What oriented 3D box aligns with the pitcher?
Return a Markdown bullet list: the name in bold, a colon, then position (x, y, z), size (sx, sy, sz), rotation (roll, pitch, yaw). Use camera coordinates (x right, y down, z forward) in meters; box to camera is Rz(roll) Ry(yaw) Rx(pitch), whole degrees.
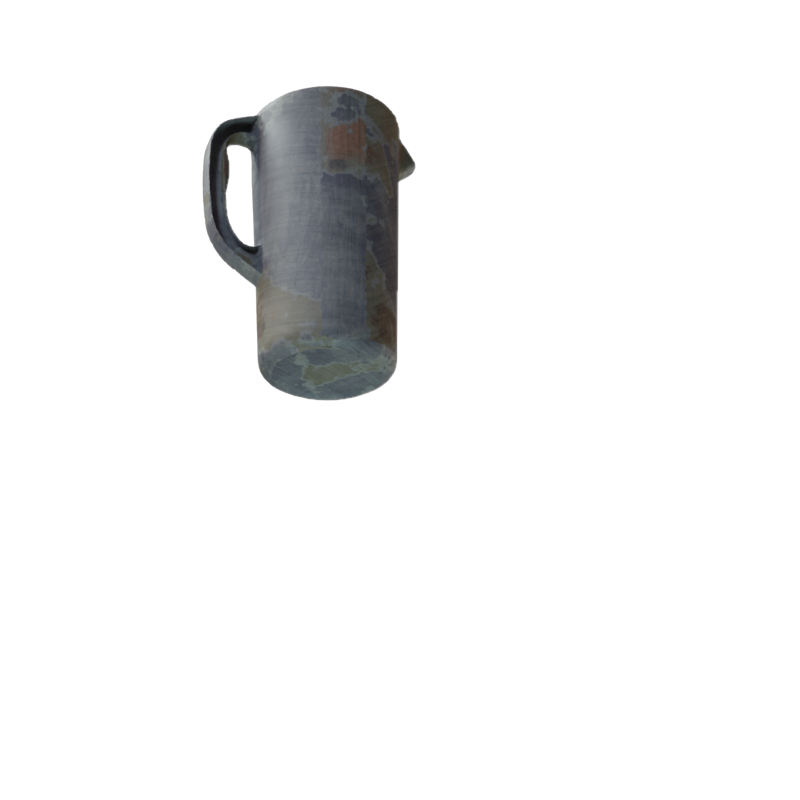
- **pitcher**: position (-0.072, -0.130, 0.914), size (0.151, 0.259, 0.134), rotation (-14, -33, 19)
